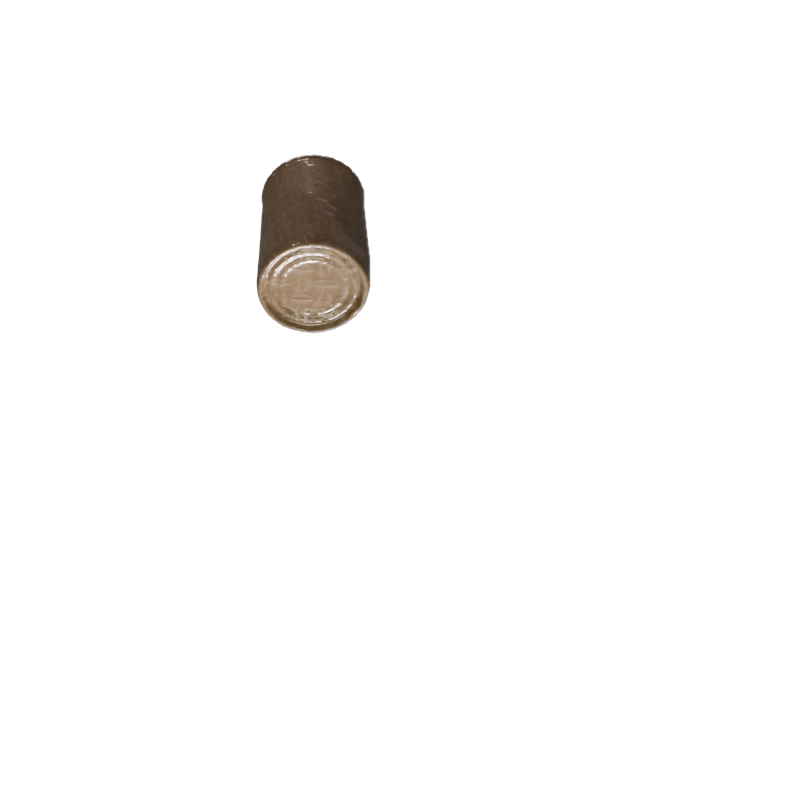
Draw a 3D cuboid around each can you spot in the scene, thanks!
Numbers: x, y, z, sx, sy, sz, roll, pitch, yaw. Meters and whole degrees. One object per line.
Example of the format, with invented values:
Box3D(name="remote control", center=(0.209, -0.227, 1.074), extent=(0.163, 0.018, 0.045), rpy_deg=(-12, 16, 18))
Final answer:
Box3D(name="can", center=(-0.054, -0.098, 0.689), extent=(0.068, 0.064, 0.109), rpy_deg=(-1, 38, -3))
